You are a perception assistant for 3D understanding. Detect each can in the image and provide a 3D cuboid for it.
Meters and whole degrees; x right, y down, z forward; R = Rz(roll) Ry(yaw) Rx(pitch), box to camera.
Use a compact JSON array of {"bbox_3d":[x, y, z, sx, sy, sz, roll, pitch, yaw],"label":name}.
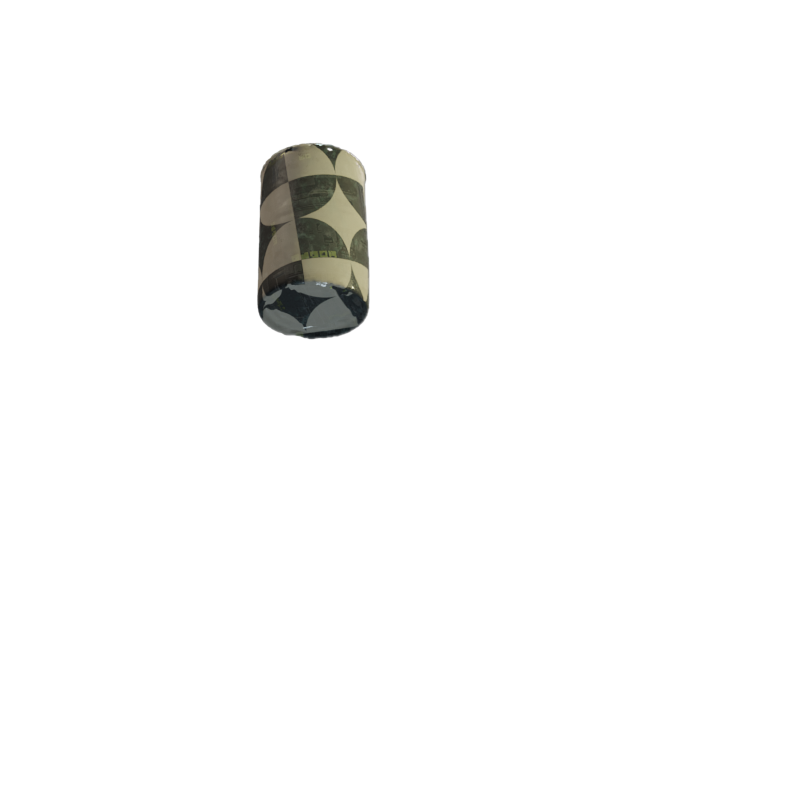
[{"bbox_3d":[-0.053,-0.097,0.680,0.068,0.109,0.064,-1,-32,-2],"label":"can"}]
